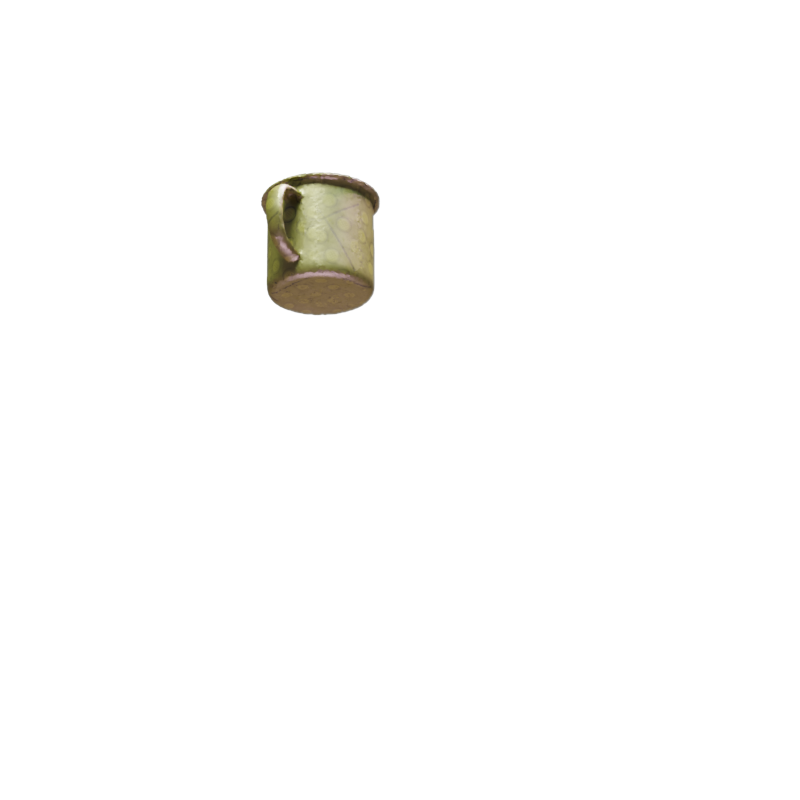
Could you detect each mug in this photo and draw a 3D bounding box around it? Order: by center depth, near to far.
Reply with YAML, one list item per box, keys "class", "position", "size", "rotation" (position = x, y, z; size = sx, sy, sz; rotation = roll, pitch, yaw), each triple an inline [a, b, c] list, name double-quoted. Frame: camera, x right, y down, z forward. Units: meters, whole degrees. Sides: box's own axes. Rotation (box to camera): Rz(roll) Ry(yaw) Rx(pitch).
- class: "mug"
  position: [-0.066, -0.120, 0.840]
  size: [0.095, 0.086, 0.109]
  rotation: [-11, -25, 23]
